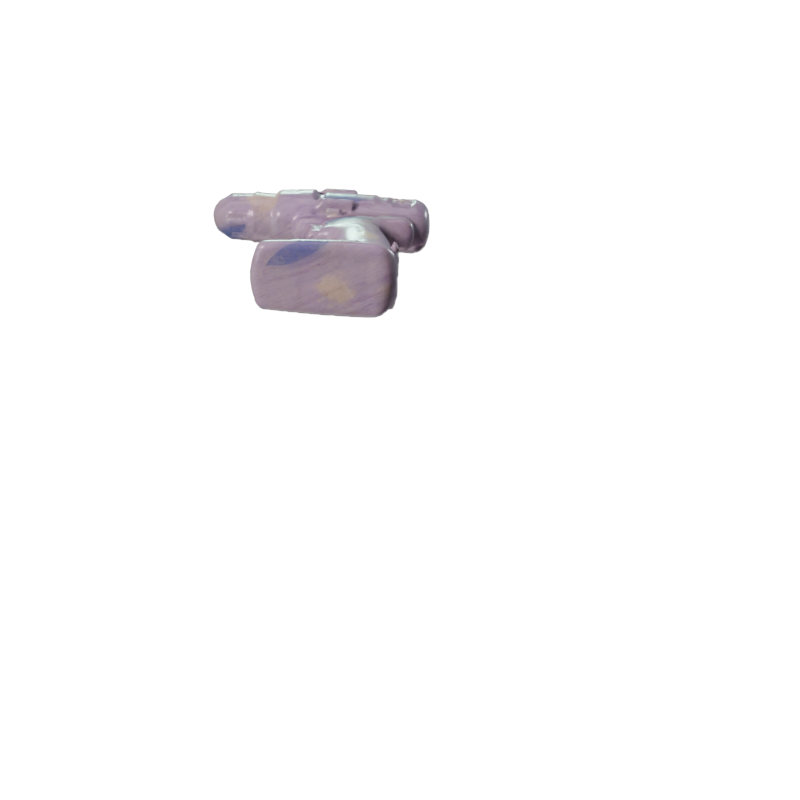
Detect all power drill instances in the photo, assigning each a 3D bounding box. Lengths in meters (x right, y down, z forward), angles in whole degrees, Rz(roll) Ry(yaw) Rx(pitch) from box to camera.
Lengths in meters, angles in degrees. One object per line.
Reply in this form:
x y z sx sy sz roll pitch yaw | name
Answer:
-0.069 -0.126 0.879 0.185 0.055 0.196 1 24 3 | power drill
